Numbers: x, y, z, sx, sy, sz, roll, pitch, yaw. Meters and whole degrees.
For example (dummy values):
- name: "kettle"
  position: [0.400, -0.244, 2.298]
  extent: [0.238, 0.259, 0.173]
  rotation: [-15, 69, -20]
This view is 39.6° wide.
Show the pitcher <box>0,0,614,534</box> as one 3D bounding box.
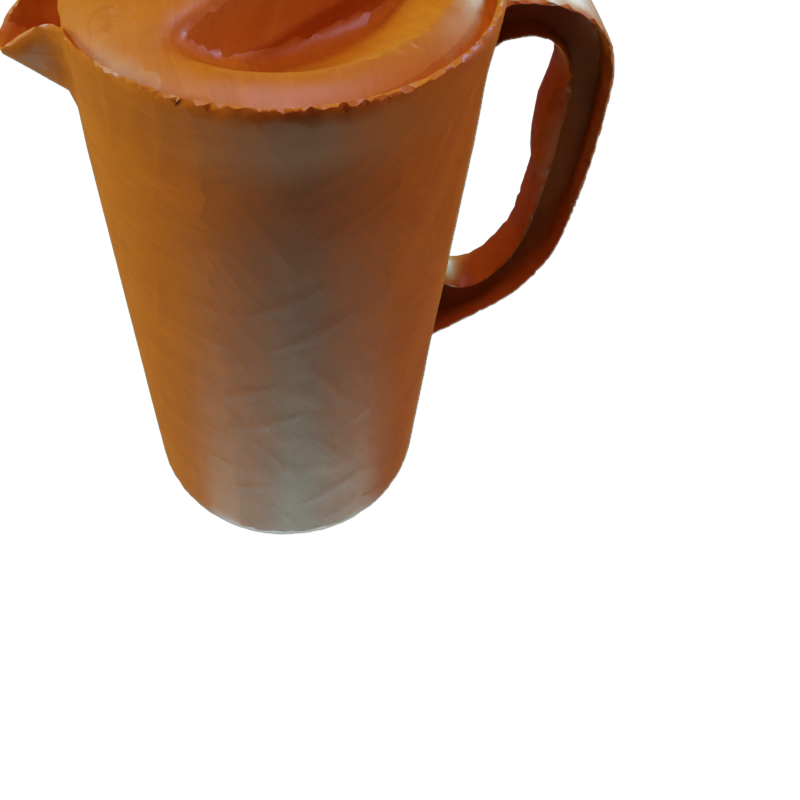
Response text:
- name: "pitcher"
  position: [-0.031, -0.057, 0.402]
  extent: [0.157, 0.226, 0.148]
  rotation: [31, 55, 21]
